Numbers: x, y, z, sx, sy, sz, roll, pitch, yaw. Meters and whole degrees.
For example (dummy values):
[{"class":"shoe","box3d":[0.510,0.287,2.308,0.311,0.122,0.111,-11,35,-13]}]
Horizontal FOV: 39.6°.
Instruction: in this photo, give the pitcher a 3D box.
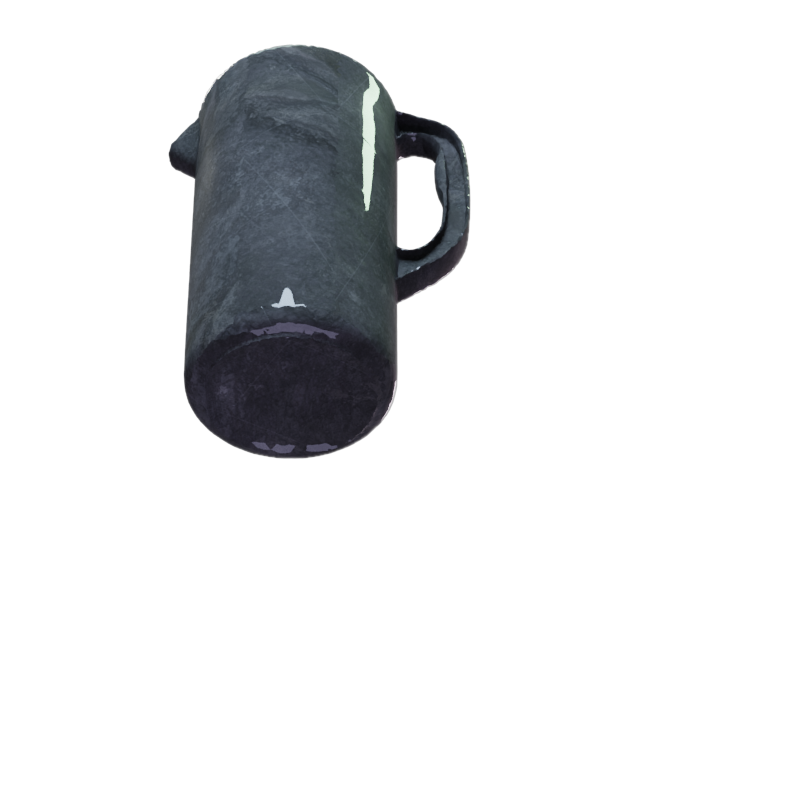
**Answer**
[{"class":"pitcher","box3d":[-0.050,-0.092,0.641,0.137,0.261,0.147,33,-56,-30]}]
